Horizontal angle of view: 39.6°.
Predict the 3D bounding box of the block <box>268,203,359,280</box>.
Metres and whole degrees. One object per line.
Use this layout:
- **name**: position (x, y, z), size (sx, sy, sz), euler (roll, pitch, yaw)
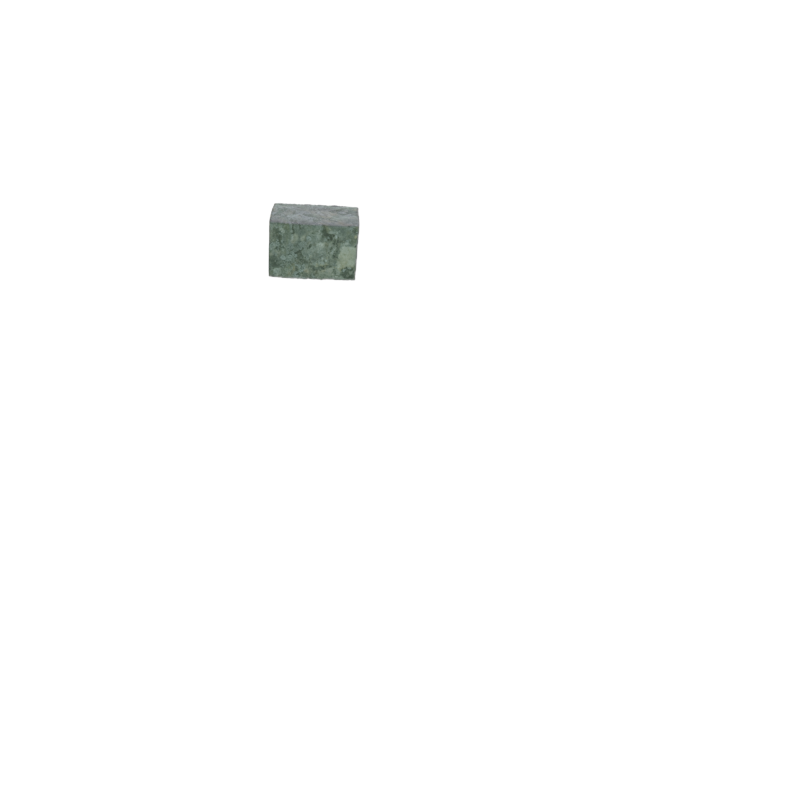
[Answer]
- **block**: position (-0.076, -0.138, 0.969), size (0.078, 0.050, 0.054), euler (3, 25, -3)
